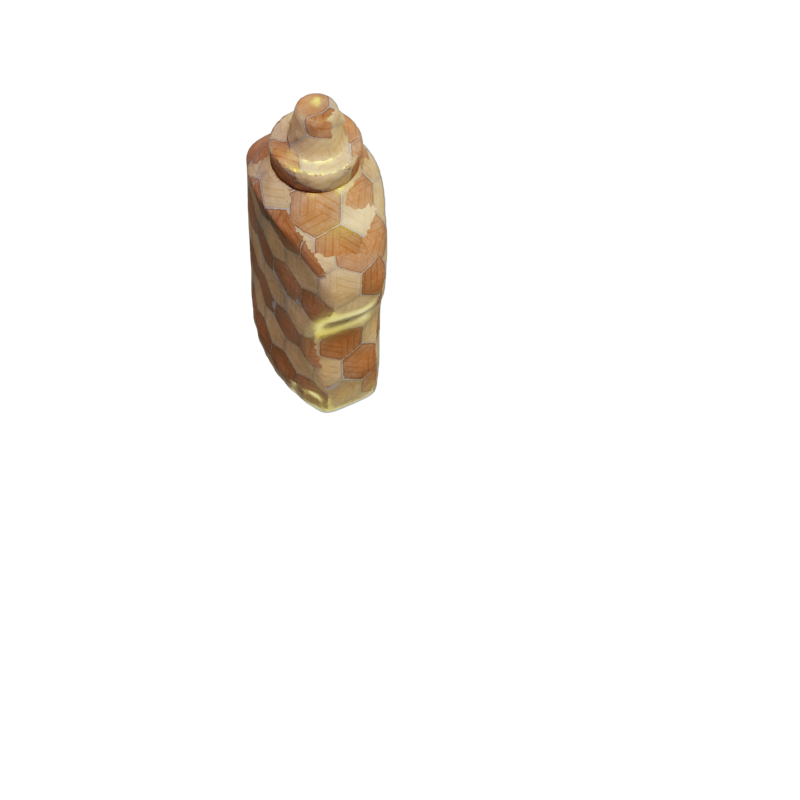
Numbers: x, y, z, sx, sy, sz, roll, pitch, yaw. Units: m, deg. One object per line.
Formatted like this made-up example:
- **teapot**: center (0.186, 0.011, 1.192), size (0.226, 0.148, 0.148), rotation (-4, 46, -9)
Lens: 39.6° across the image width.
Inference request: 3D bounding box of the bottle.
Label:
- **bottle**: center (-0.042, -0.077, 0.540), size (0.058, 0.103, 0.180), rotation (-20, -27, -15)
